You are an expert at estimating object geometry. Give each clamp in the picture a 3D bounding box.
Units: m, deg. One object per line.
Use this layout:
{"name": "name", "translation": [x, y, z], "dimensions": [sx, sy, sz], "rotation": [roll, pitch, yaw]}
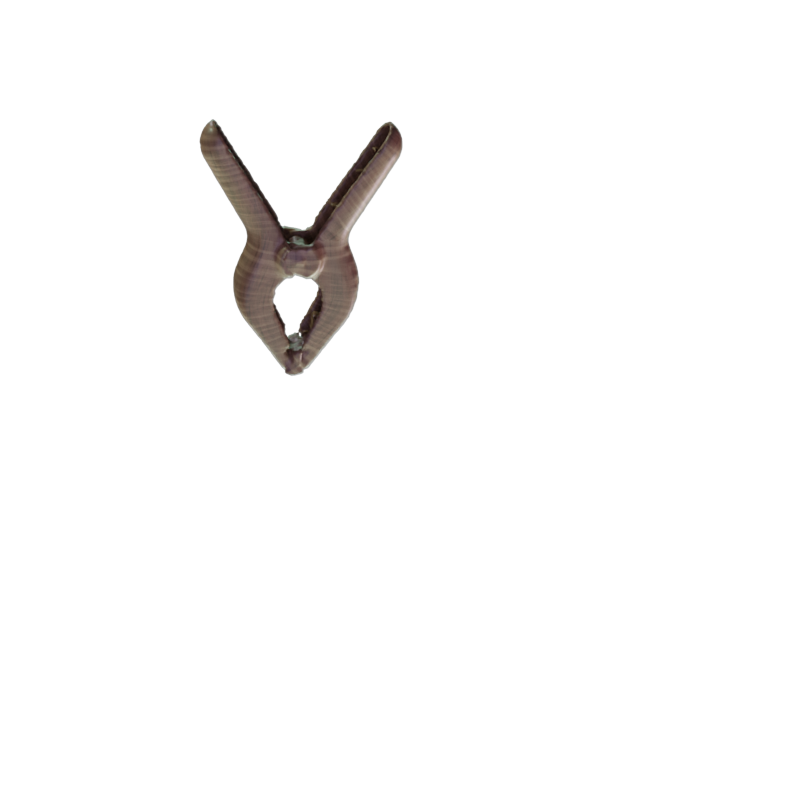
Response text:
{"name": "clamp", "translation": [-0.054, -0.098, 0.689], "dimensions": [0.120, 0.161, 0.041], "rotation": [-4, 28, 2]}
